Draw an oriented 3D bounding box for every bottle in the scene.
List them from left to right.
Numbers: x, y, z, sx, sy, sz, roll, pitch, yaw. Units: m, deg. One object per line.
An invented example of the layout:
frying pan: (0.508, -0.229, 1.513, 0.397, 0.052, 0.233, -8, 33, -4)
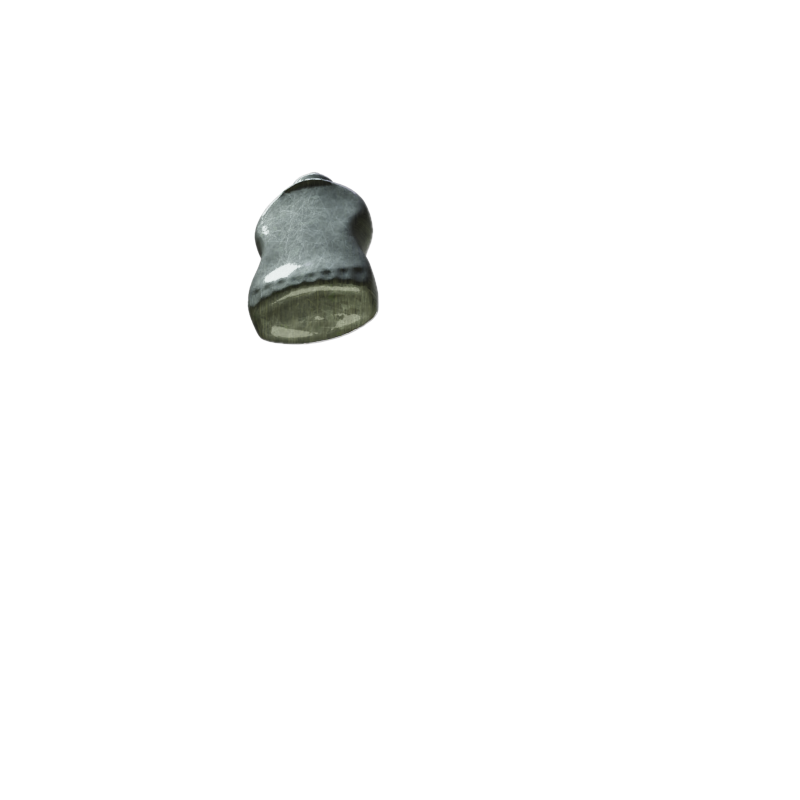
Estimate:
bottle: (-0.070, -0.127, 0.894, 0.097, 0.054, 0.205, -14, 40, 8)
